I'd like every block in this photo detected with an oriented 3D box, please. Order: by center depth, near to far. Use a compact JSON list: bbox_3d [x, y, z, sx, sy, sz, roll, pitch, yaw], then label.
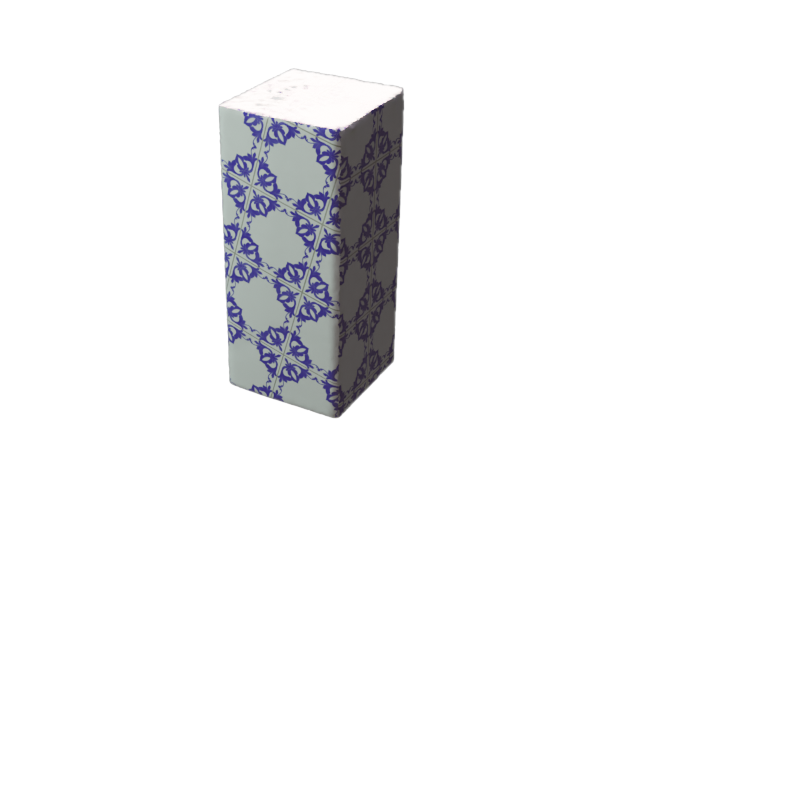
[{"bbox_3d":[-0.058,-0.106,0.744,0.094,0.195,0.092,16,32,24],"label":"block"}]
